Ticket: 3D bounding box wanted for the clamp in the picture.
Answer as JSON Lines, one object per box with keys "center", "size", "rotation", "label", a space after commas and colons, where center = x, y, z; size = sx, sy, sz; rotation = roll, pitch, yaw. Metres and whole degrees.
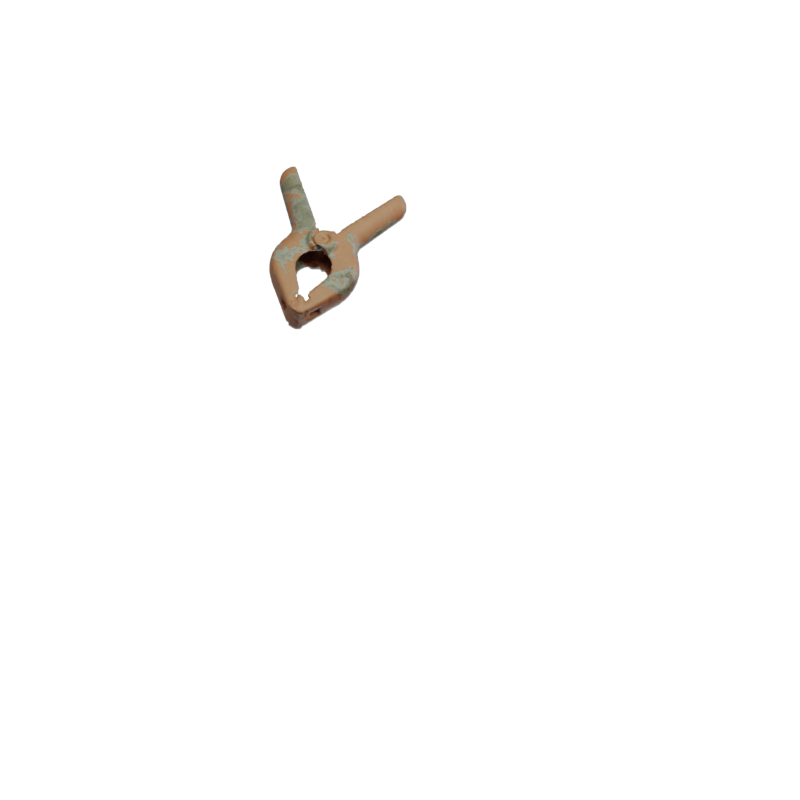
{"center": [-0.078, -0.142, 0.995], "size": [0.124, 0.178, 0.036], "rotation": [18, -38, 14], "label": "clamp"}
